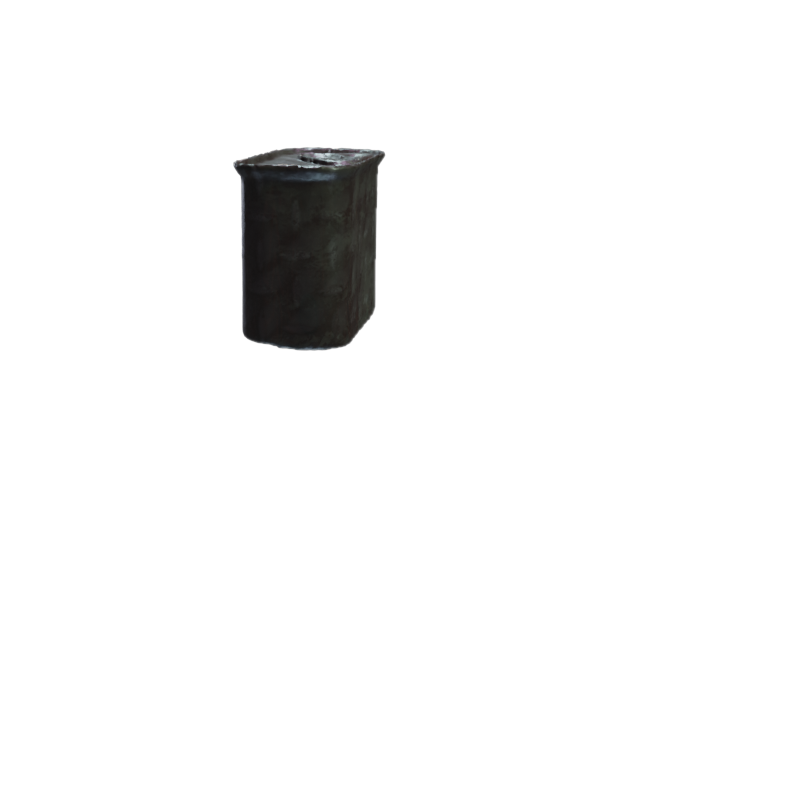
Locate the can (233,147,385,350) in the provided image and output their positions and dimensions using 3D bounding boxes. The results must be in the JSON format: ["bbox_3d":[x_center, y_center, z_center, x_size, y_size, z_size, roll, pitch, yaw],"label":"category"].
[{"bbox_3d":[-0.042,-0.077,0.536,0.058,0.081,0.103,3,14,10],"label":"can"}]
